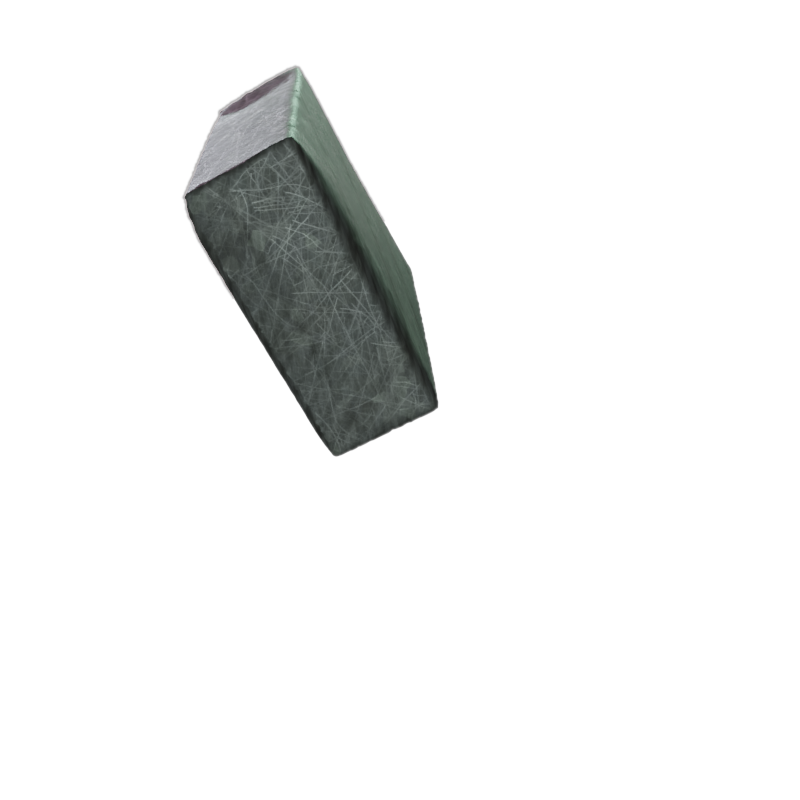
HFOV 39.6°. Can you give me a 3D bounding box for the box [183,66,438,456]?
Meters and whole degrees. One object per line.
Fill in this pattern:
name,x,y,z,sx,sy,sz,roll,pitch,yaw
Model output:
box,-0.051,-0.093,0.650,0.072,0.156,0.224,-27,22,8
